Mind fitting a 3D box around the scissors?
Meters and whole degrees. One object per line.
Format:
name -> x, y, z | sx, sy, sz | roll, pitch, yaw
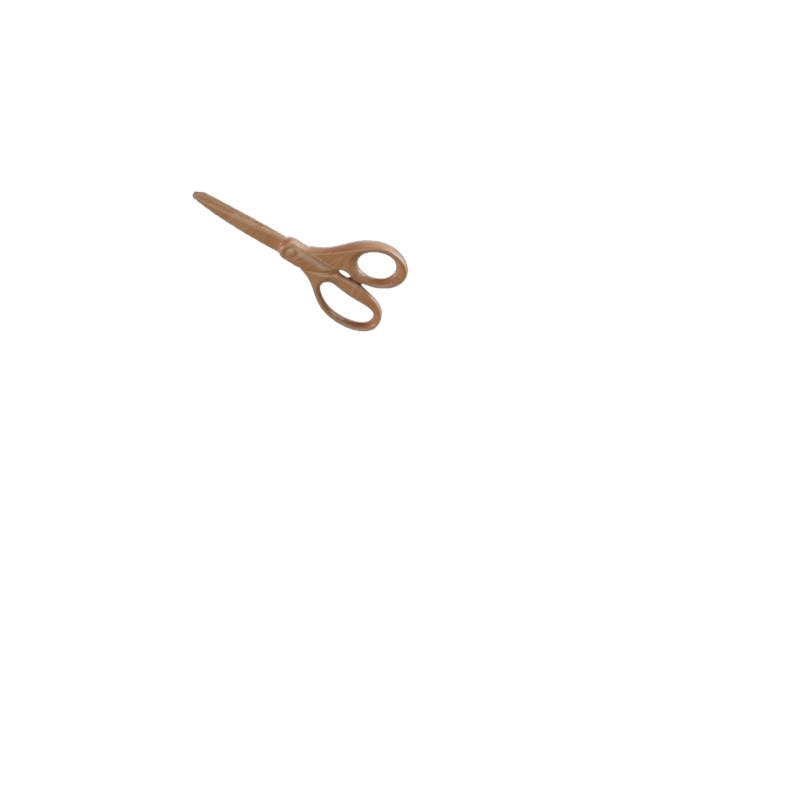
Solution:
scissors -> -0.074, -0.136, 0.950 | 0.095, 0.191, 0.017 | -37, 25, 20
